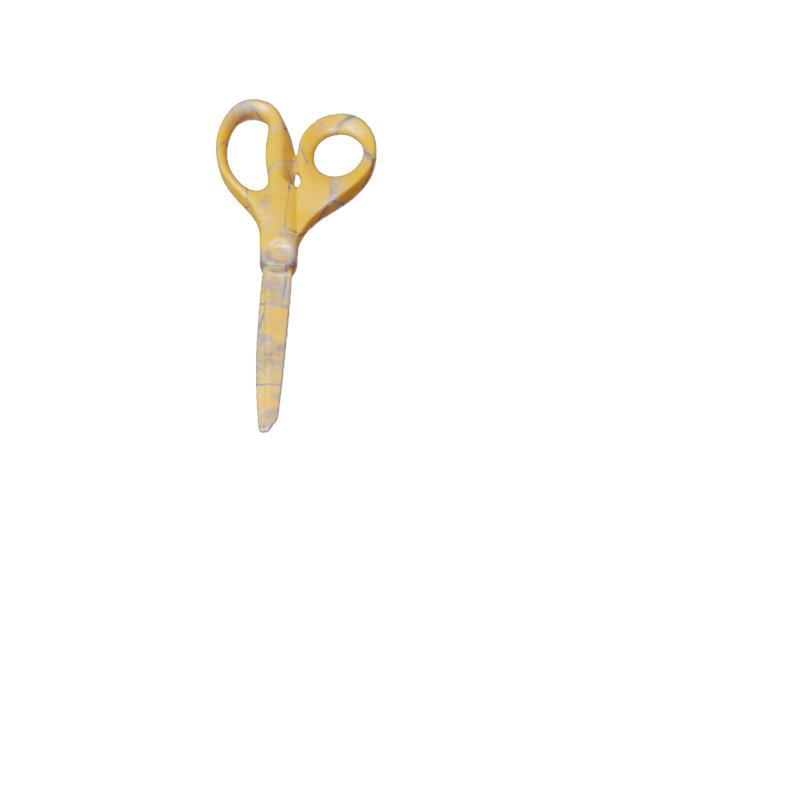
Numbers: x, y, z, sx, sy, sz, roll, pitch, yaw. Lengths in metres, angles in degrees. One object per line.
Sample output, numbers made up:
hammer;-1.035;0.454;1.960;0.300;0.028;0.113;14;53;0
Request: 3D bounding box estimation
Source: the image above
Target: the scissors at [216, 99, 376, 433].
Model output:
scissors;-0.044;-0.081;0.568;0.095;0.217;0.015;-12;-33;-8
